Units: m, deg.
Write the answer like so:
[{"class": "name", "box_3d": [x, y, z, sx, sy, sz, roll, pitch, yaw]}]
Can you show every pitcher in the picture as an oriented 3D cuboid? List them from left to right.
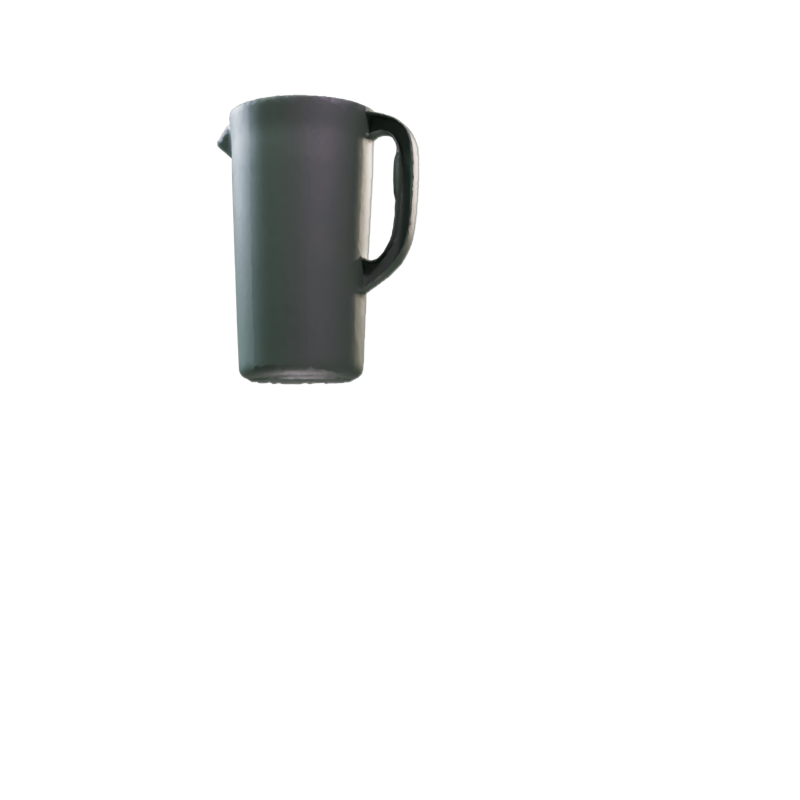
[{"class": "pitcher", "box_3d": [-0.076, -0.138, 0.969, 0.140, 0.249, 0.151, 3, -9, -27]}]
